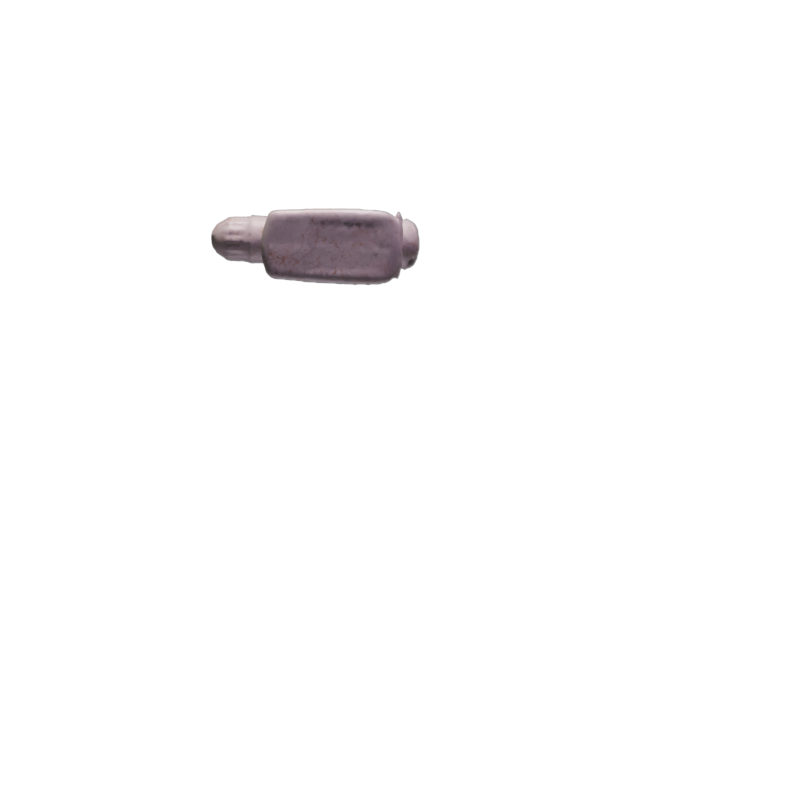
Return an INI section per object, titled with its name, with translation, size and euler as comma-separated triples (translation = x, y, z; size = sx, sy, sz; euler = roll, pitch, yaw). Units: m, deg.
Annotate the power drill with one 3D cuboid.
[power drill]
translation = -0.072, -0.131, 0.915
size = 0.184, 0.056, 0.191
euler = 0, 10, -1
